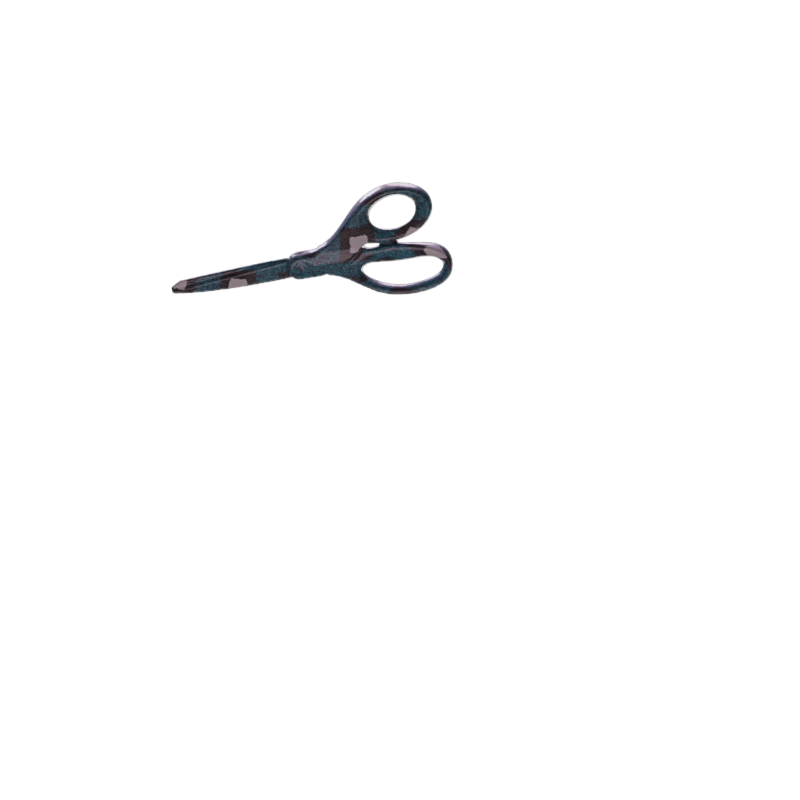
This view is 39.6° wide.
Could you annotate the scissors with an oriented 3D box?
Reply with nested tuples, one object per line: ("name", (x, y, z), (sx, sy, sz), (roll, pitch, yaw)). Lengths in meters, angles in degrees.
("scissors", (-0.062, -0.112, 0.786), (0.201, 0.091, 0.017), (3, 31, -2))
